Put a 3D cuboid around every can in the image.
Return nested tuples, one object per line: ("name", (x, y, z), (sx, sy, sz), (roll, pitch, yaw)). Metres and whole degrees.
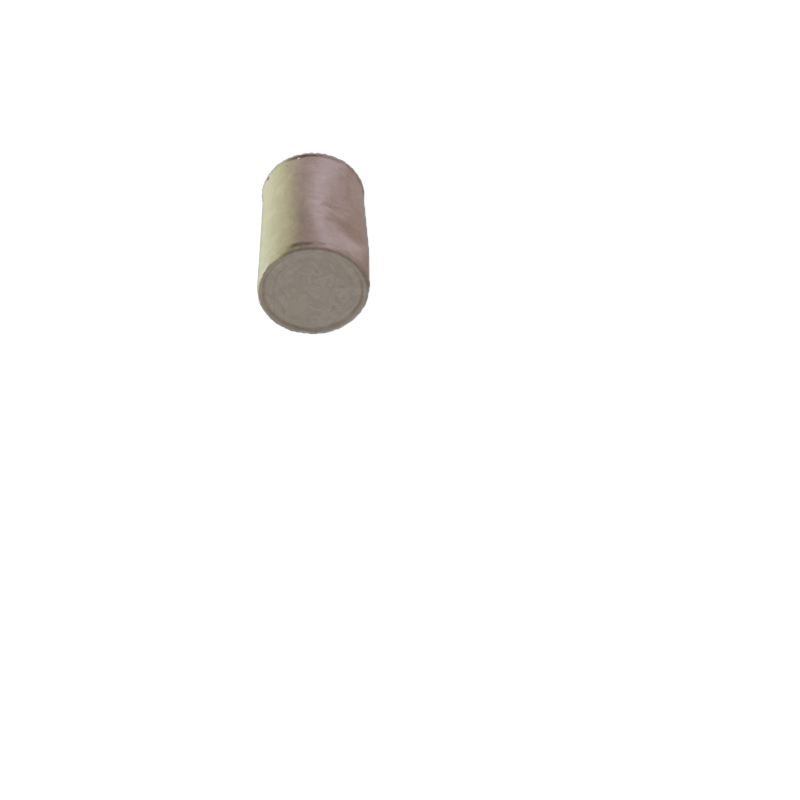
("can", (-0.054, -0.099, 0.692), (0.068, 0.064, 0.110), (-1, 41, -3))
